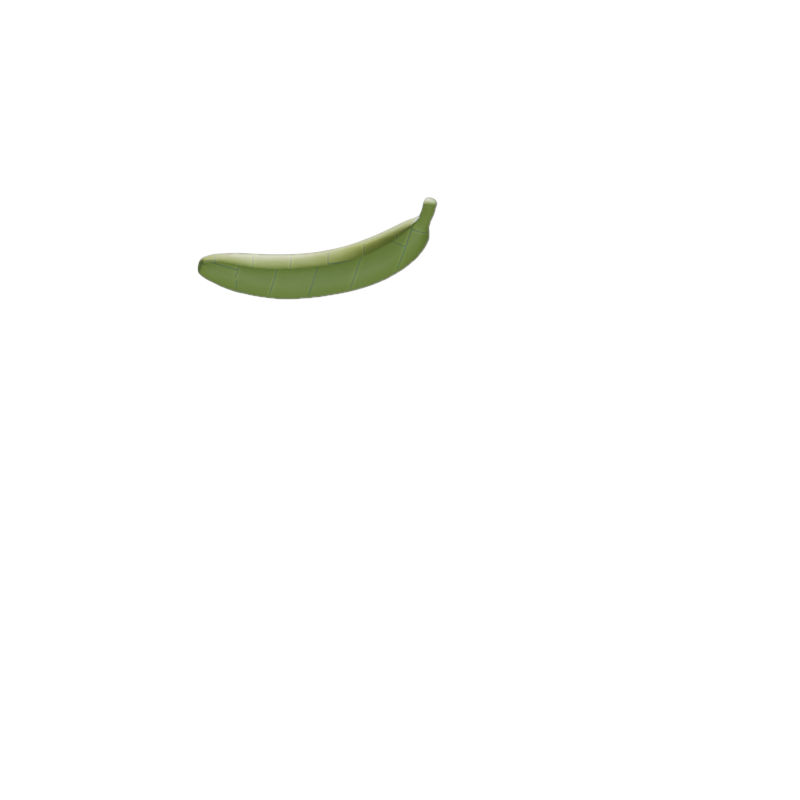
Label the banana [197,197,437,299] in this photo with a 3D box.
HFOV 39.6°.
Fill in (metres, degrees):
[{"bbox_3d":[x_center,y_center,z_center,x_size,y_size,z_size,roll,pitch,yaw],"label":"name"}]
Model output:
[{"bbox_3d":[-0.060,-0.113,0.884,0.199,0.065,0.039,-15,35,10],"label":"banana"}]
